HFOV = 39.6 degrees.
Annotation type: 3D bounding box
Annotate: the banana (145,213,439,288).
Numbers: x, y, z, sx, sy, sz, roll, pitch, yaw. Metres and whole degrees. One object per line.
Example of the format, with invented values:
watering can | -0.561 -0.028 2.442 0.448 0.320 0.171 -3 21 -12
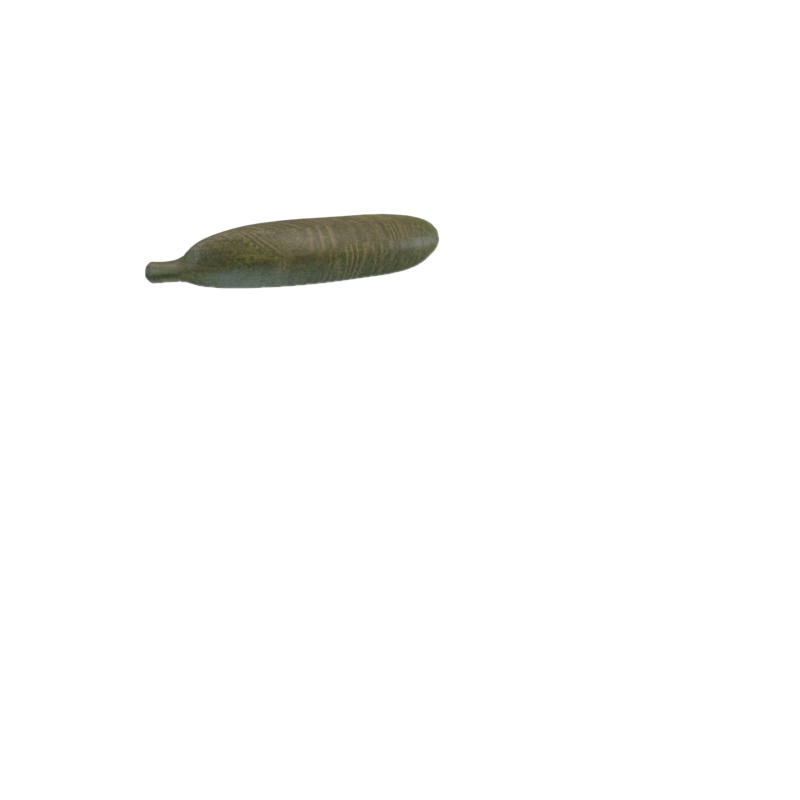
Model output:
banana | -0.044 -0.089 0.643 0.192 0.036 0.073 -9 17 -31
